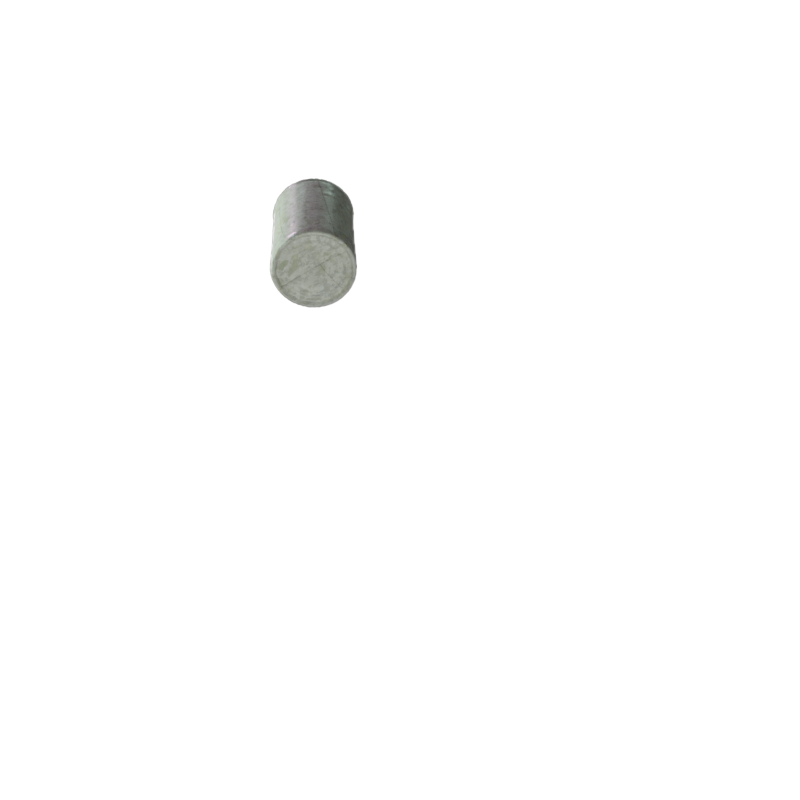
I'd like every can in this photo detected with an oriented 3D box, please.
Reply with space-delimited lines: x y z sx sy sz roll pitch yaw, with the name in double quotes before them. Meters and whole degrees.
"can" -0.069 -0.126 0.886 0.068 0.065 0.109 0 31 -3
